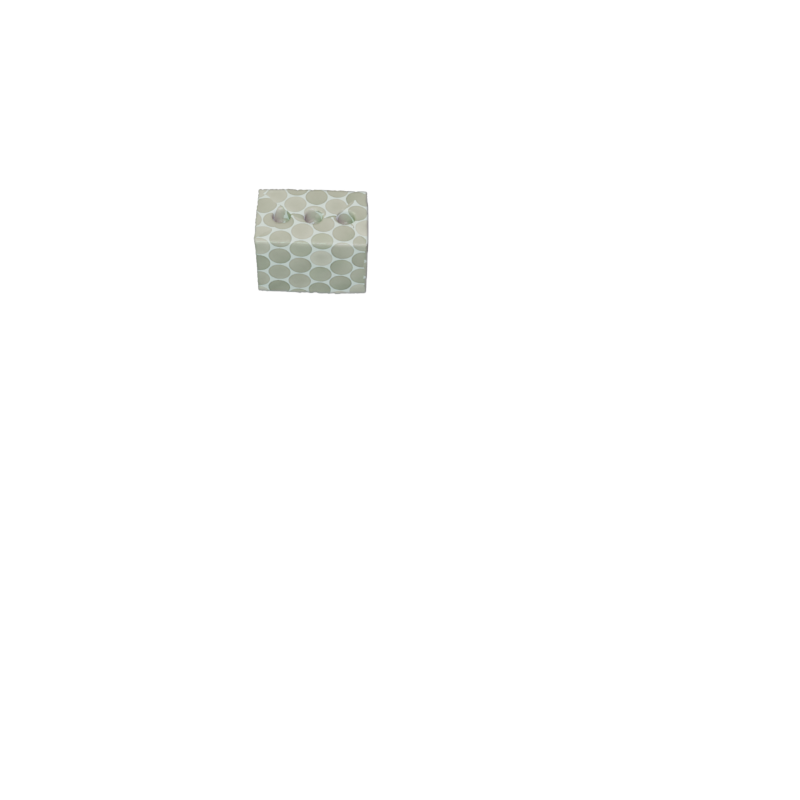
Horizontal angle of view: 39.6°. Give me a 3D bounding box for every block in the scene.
[{"bbox_3d":[-0.060,-0.110,0.767,0.078,0.056,0.048,1,-40,0],"label":"block"}]
